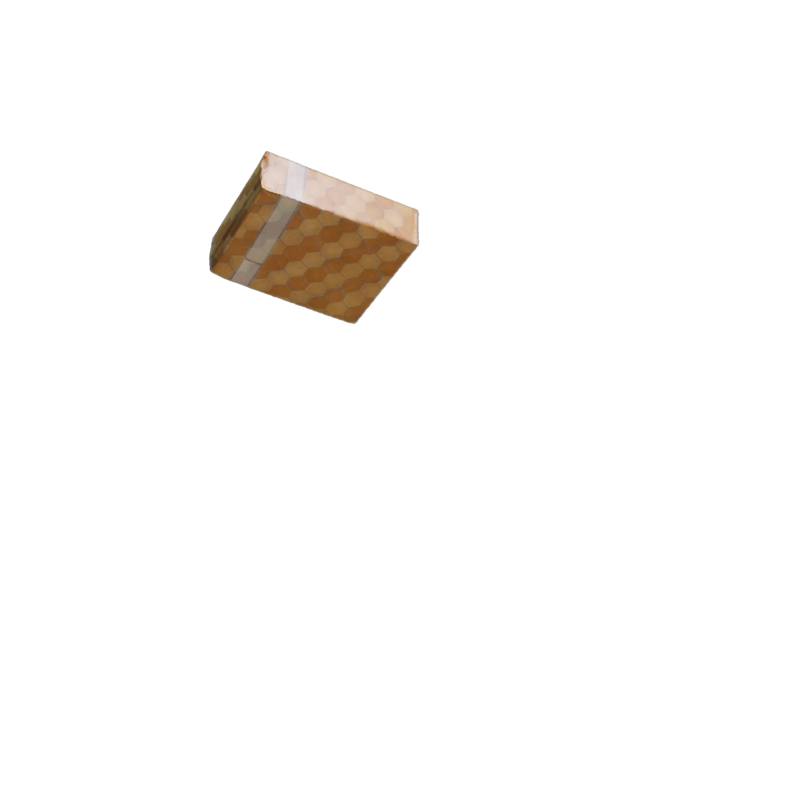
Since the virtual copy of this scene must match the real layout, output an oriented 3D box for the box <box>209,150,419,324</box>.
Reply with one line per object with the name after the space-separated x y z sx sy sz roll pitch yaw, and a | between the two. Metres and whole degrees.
-0.057 -0.103 0.723 0.109 0.042 0.087 18 -44 -21 | box
